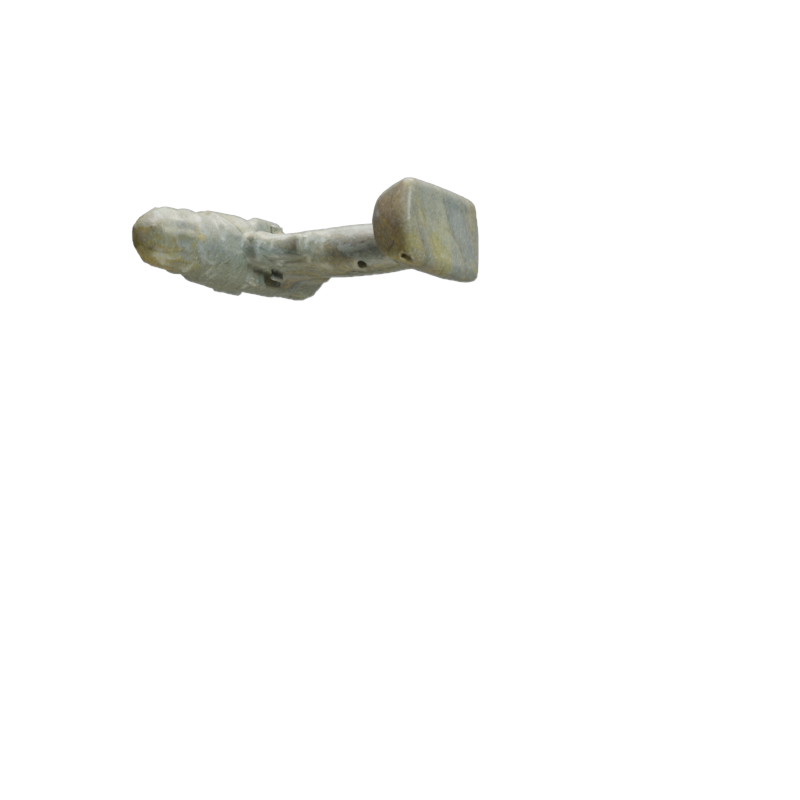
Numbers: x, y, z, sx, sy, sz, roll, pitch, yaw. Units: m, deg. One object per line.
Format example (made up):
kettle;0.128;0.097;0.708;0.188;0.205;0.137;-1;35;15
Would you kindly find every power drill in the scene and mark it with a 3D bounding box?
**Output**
power drill;-0.057;-0.104;0.731;0.193;0.058;0.176;-1;-2;32
